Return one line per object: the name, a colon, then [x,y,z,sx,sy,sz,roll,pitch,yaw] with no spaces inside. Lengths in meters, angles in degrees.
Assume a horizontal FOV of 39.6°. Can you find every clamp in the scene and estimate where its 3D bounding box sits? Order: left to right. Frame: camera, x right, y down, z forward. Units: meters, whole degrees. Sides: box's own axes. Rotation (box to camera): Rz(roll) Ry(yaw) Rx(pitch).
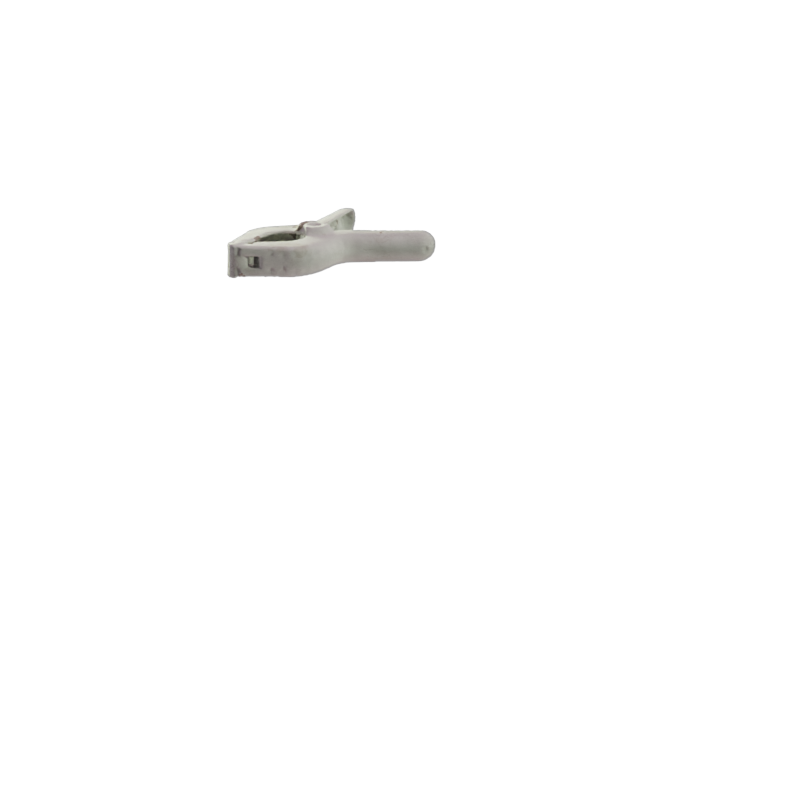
clamp: [-0.071,-0.130,0.912,0.167,0.038,0.127,-9,18,-28]
